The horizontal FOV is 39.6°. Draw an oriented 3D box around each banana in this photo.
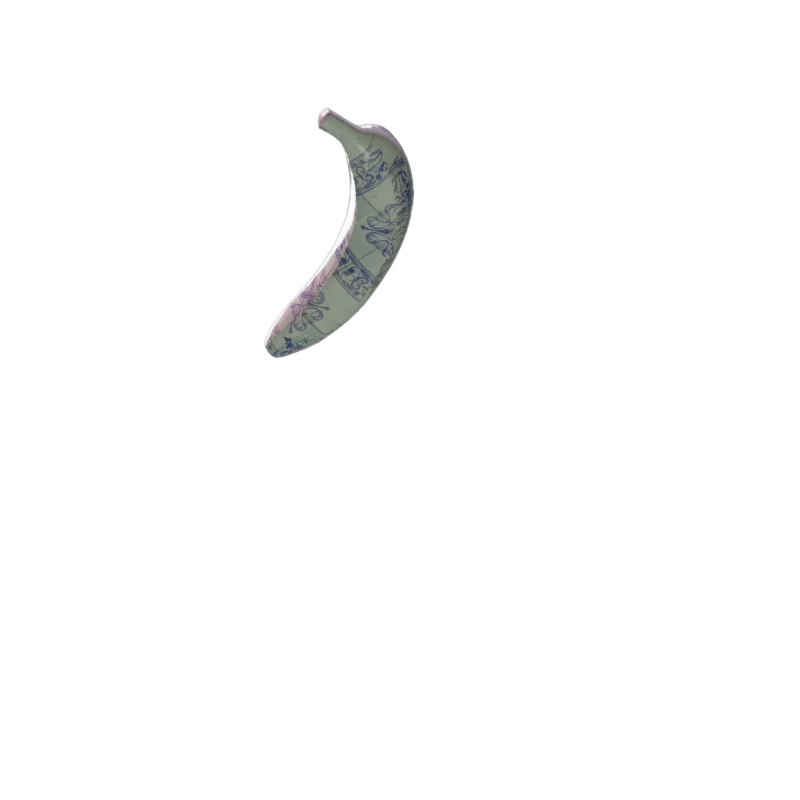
[{"bbox_3d":[-0.033,-0.095,0.666,0.068,0.039,0.187,9,-46,-10],"label":"banana"}]
